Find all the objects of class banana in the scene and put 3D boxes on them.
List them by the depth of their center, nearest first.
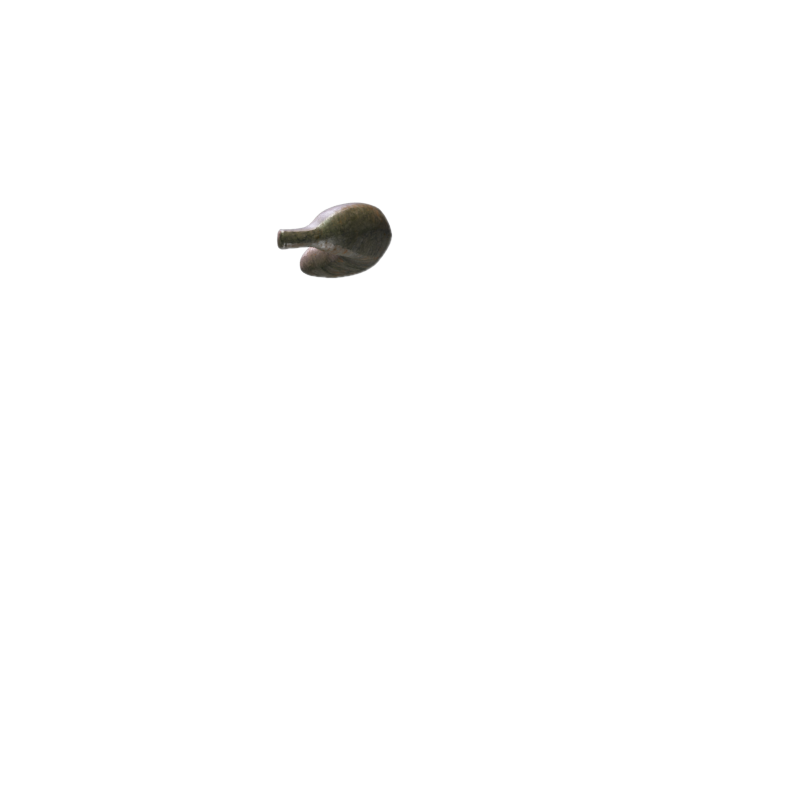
[{"bbox_3d":[-0.040,-0.108,0.748,0.070,0.037,0.195,0,0,0],"label":"banana"}]
